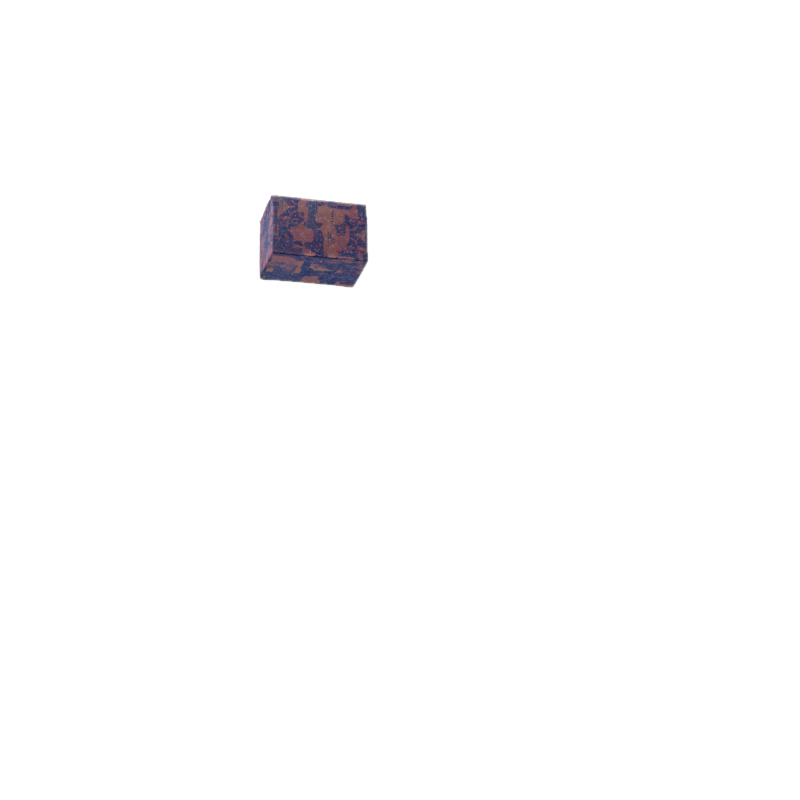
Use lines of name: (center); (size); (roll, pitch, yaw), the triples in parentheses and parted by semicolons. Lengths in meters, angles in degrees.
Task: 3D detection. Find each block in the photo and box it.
block: (-0.068, -0.124, 0.872); (0.076, 0.054, 0.051); (5, -22, -14)
